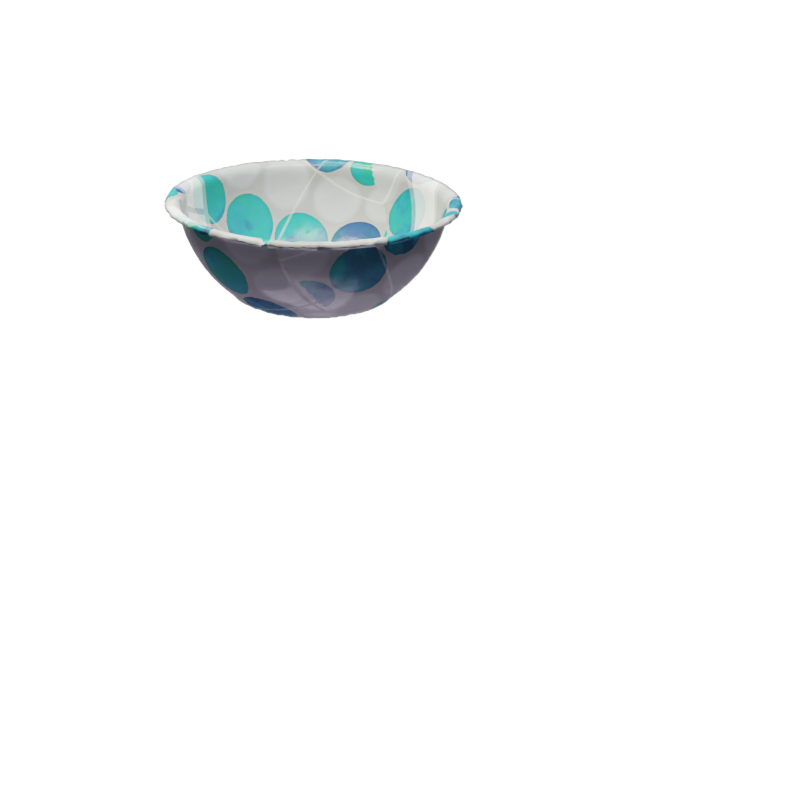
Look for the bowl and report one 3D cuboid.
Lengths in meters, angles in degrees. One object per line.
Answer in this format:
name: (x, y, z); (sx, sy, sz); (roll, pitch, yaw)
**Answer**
bowl: (-0.048, -0.088, 0.615); (0.162, 0.052, 0.171); (-1, 26, -2)
